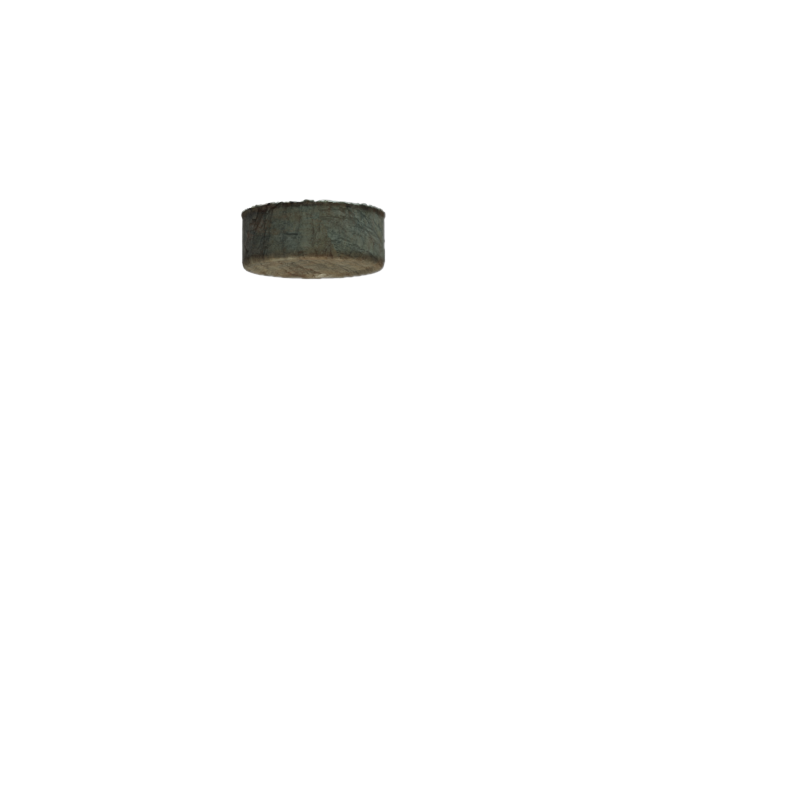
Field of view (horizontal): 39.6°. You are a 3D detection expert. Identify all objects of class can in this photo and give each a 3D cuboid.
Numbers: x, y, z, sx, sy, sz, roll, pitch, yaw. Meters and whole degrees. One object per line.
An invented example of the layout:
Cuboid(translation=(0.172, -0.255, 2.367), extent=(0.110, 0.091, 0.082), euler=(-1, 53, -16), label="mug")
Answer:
Cuboid(translation=(-0.051, -0.094, 0.655), extent=(0.086, 0.034, 0.085), euler=(0, -3, -2), label="can")
